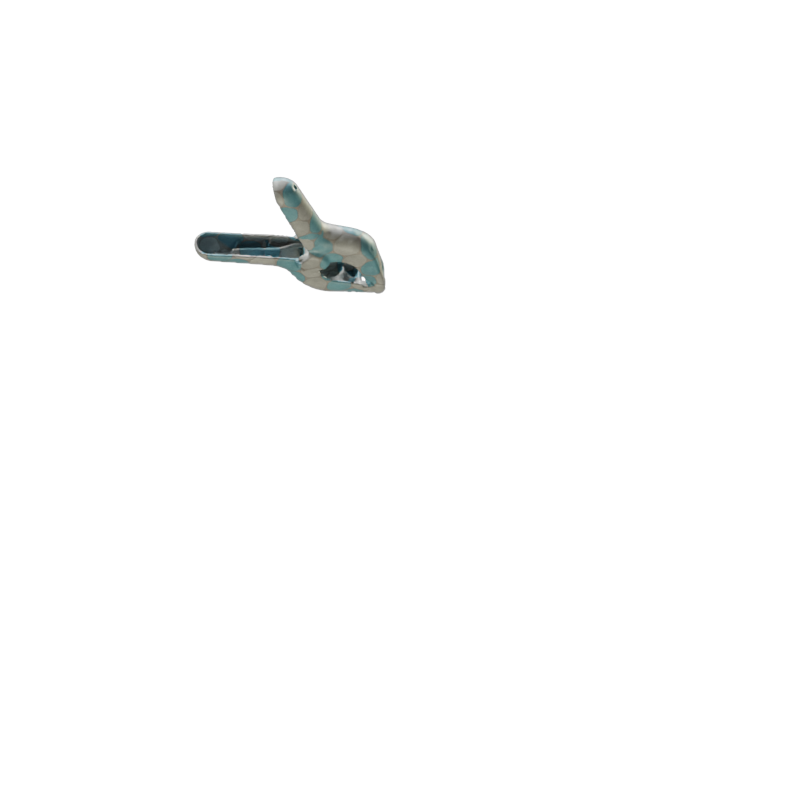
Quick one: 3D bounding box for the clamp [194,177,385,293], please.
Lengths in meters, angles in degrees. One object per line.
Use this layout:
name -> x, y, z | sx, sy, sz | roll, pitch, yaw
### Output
clamp -> -0.073, -0.133, 0.932 | 0.164, 0.041, 0.119 | 12, -24, -30
